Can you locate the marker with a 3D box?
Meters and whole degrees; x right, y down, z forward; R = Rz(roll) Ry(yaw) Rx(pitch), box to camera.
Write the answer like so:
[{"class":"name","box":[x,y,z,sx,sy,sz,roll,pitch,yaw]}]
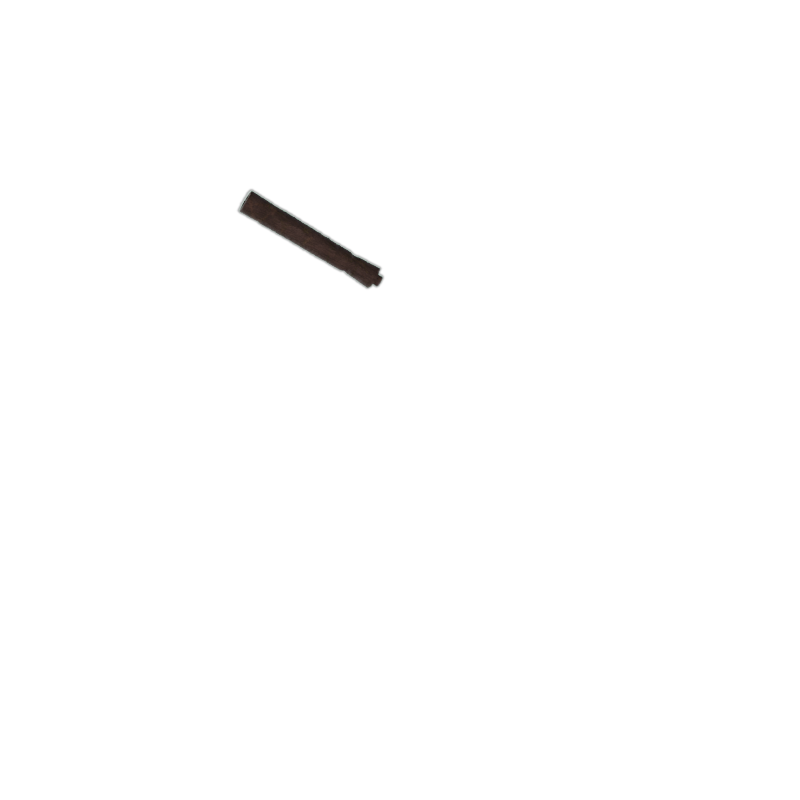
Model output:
[{"class":"marker","box":[-0.066,-0.119,0.837,0.118,0.020,0.020,30,-3,-9]}]
